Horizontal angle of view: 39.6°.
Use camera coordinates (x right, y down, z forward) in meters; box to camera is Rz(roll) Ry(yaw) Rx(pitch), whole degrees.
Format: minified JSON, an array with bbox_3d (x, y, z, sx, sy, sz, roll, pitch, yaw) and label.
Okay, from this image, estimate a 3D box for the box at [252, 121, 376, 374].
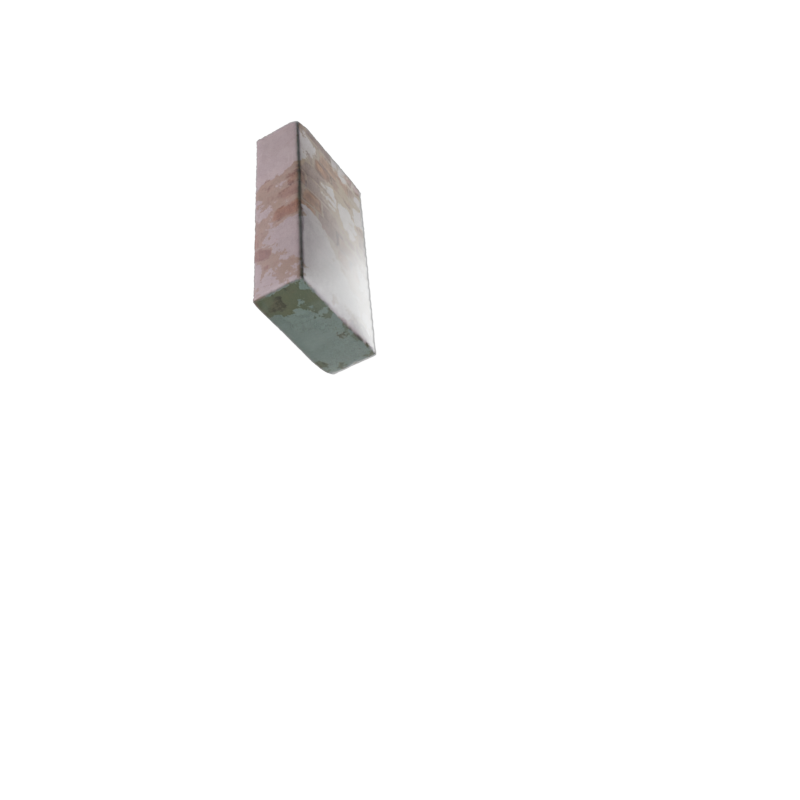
[{"bbox_3d":[-0.062,-0.113,0.793,0.048,0.189,0.086,-25,-47,22],"label":"box"}]
